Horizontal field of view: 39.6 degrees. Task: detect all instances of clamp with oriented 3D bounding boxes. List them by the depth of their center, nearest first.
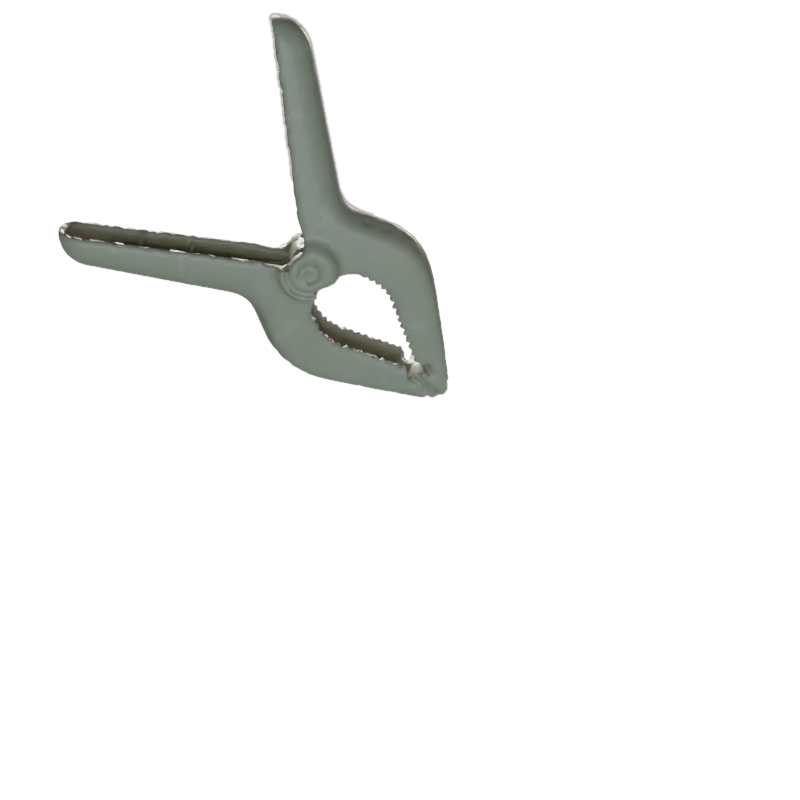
[{"bbox_3d":[-0.044,-0.081,0.564,0.202,0.162,0.038,36,20,-16],"label":"clamp"}]
